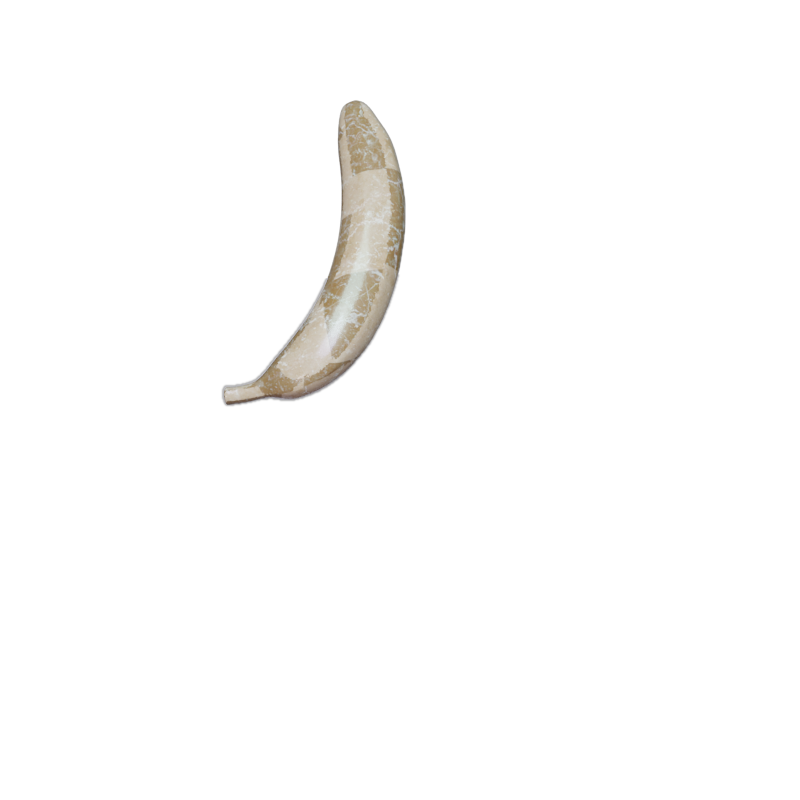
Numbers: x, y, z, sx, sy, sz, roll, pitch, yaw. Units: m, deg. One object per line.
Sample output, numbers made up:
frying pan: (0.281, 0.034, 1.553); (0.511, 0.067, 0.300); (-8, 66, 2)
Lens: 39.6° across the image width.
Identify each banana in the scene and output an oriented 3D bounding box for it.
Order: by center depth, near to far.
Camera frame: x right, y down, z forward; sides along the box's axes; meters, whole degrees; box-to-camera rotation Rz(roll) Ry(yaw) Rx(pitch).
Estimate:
banana: (-0.033, -0.080, 0.628); (0.070, 0.204, 0.035); (19, -18, 5)
